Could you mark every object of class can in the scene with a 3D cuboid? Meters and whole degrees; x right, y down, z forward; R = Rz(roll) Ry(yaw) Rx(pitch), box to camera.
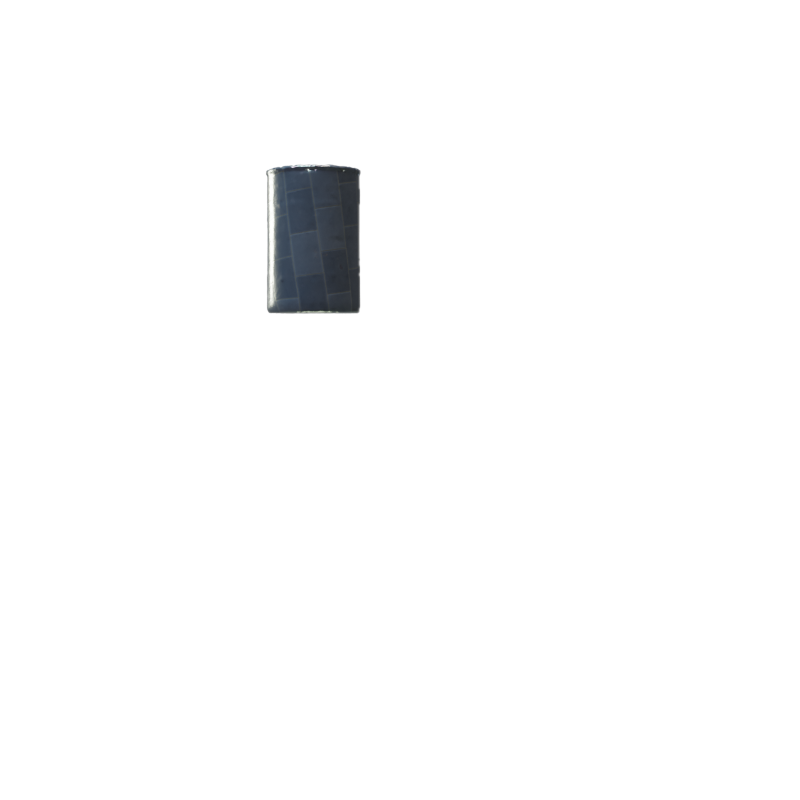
[{"bbox_3d":[-0.062,-0.113,0.790,0.068,0.103,0.068,0,-2,-2],"label":"can"}]
